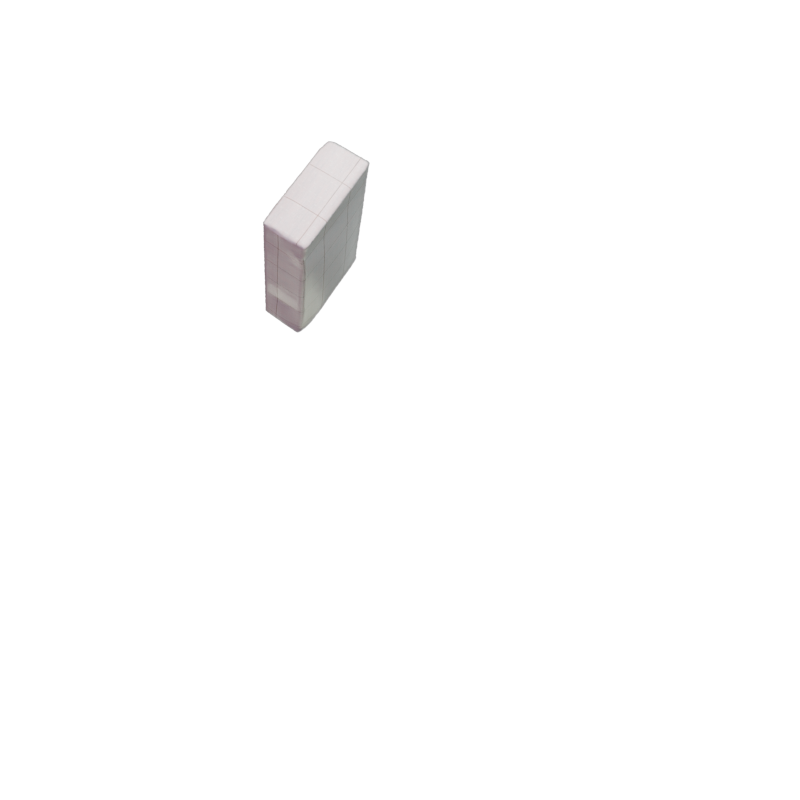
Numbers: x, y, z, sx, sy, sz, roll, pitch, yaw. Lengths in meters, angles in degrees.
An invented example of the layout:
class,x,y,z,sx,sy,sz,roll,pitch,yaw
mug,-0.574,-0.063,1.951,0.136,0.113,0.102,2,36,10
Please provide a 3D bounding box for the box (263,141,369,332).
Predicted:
class,x,y,z,sx,sy,sz,roll,pitch,yaw
box,-0.072,-0.131,0.914,0.049,0.096,0.167,31,-20,8
